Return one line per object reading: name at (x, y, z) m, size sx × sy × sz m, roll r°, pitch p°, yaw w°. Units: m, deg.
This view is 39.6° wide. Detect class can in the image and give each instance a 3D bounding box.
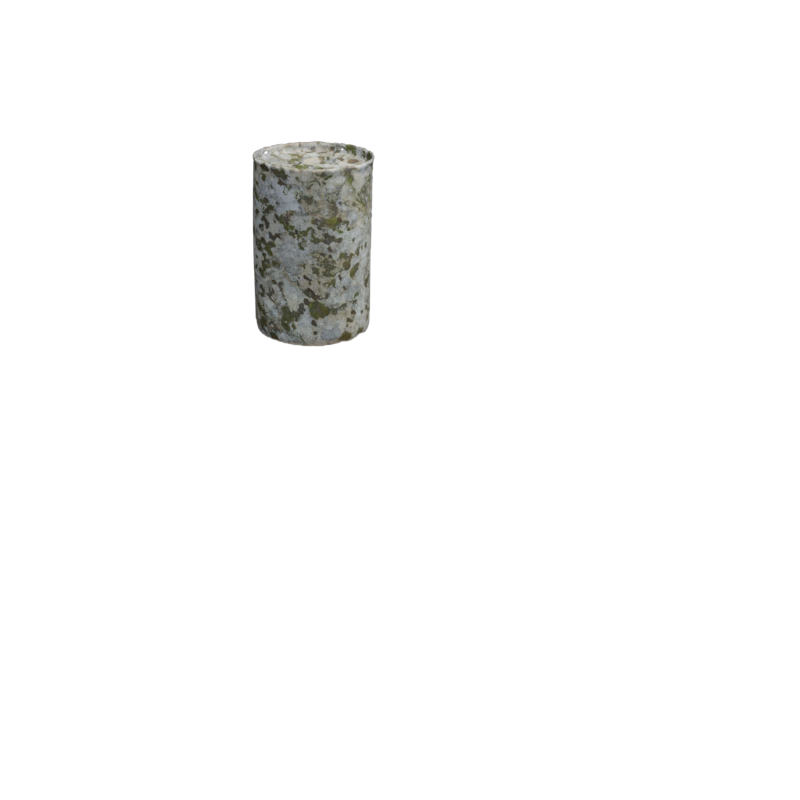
can at (-0.049, -0.090, 0.629) m, size 0.068 × 0.098 × 0.072 m, roll 0°, pitch 20°, yaw -2°
